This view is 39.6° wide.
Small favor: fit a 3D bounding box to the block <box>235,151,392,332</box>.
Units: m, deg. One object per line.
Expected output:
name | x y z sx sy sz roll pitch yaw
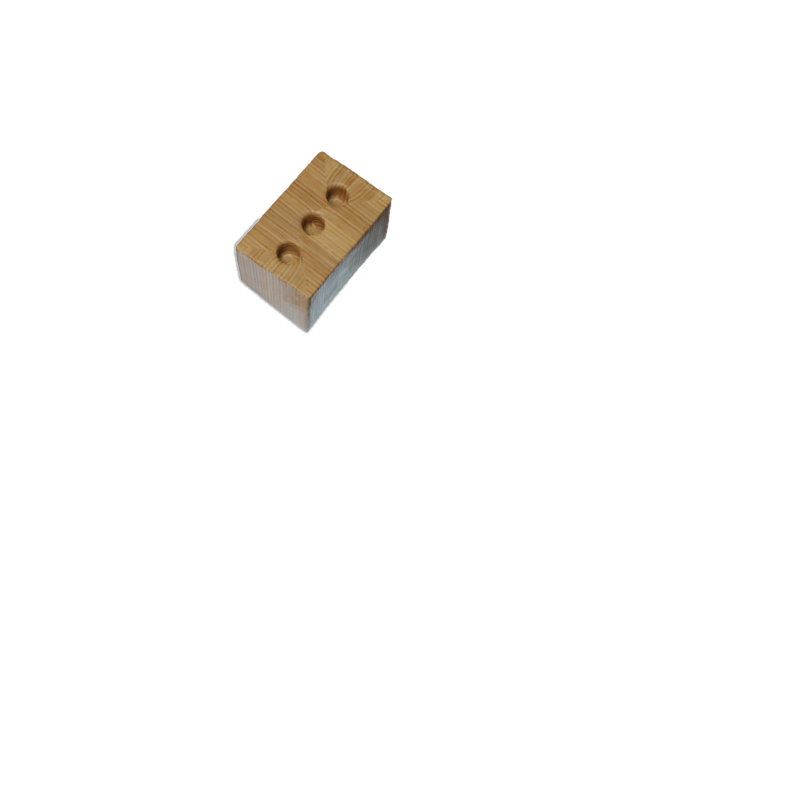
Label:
block | -0.049 -0.090 0.628 0.054 0.079 0.049 35 -18 10
